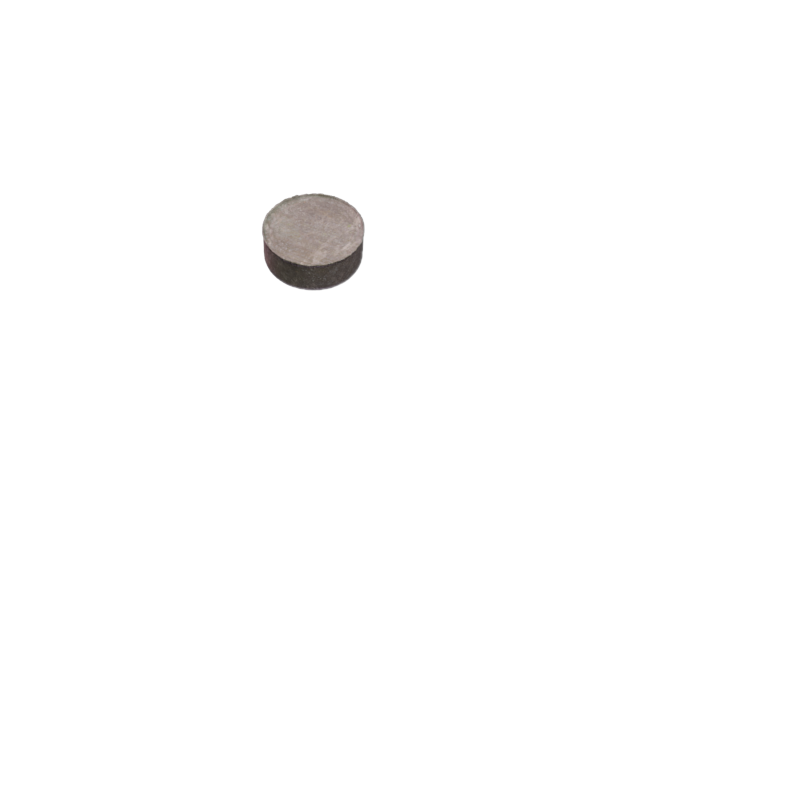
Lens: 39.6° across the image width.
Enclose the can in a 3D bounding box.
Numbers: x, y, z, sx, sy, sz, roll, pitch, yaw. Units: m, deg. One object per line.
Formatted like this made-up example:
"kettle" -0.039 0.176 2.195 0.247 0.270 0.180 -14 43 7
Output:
"can" -0.073 -0.133 0.934 0.086 0.092 0.031 -1 -41 -1
